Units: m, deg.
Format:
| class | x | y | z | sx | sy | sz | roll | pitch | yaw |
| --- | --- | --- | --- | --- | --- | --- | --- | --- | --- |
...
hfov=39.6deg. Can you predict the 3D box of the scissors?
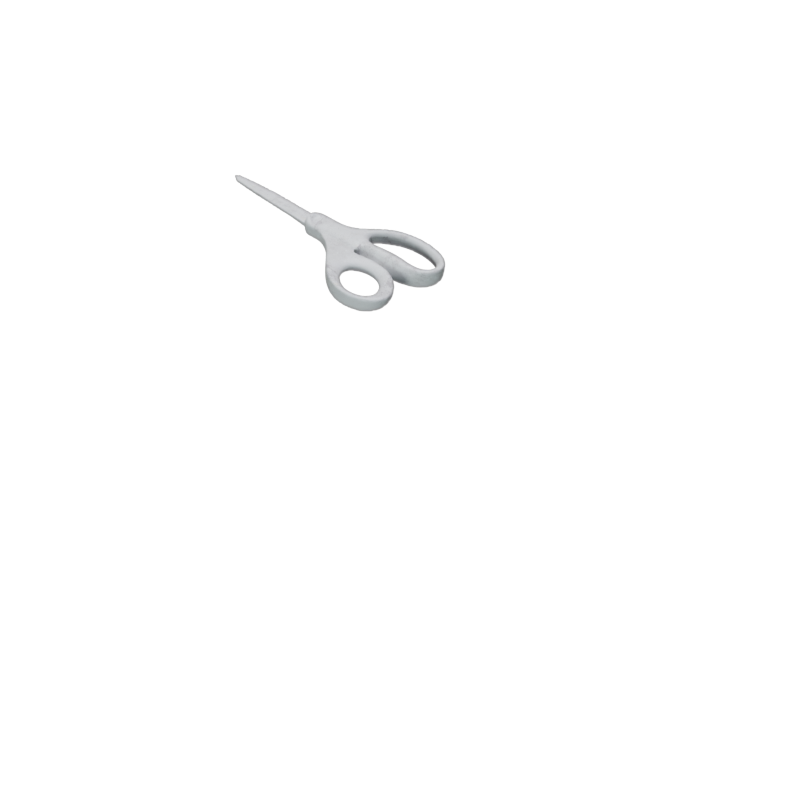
| class | x | y | z | sx | sy | sz | roll | pitch | yaw |
| --- | --- | --- | --- | --- | --- | --- | --- | --- | --- |
| scissors | -0.066 | -0.120 | 0.837 | 0.211 | 0.015 | 0.099 | 21 | 45 | 22 |
